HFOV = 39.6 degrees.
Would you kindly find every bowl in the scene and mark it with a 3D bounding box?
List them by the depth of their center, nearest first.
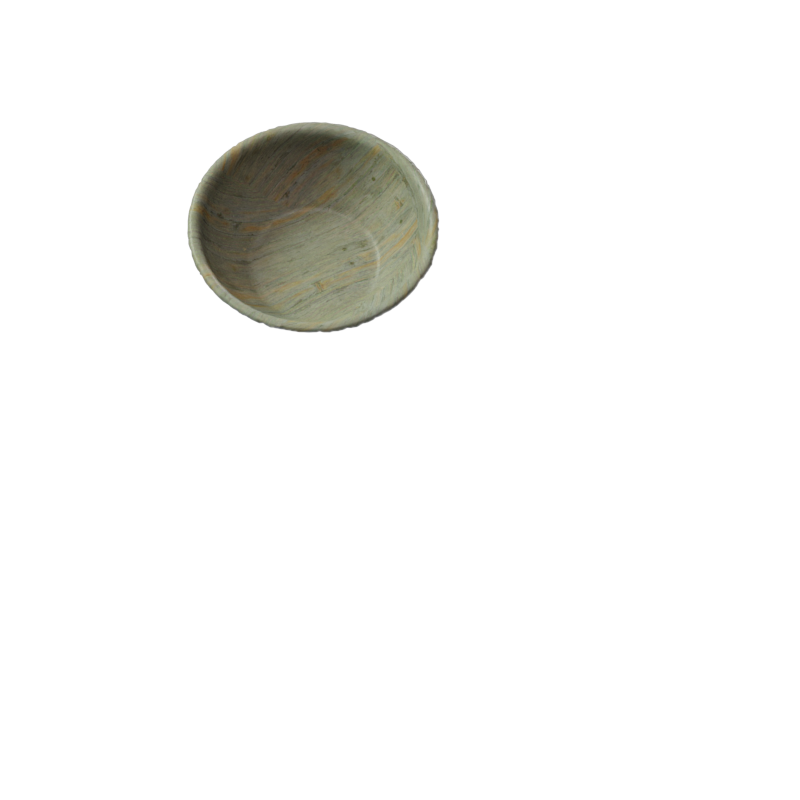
[{"bbox_3d":[-0.057,-0.104,0.731,0.162,0.173,0.052,-1,-30,-1],"label":"bowl"}]
